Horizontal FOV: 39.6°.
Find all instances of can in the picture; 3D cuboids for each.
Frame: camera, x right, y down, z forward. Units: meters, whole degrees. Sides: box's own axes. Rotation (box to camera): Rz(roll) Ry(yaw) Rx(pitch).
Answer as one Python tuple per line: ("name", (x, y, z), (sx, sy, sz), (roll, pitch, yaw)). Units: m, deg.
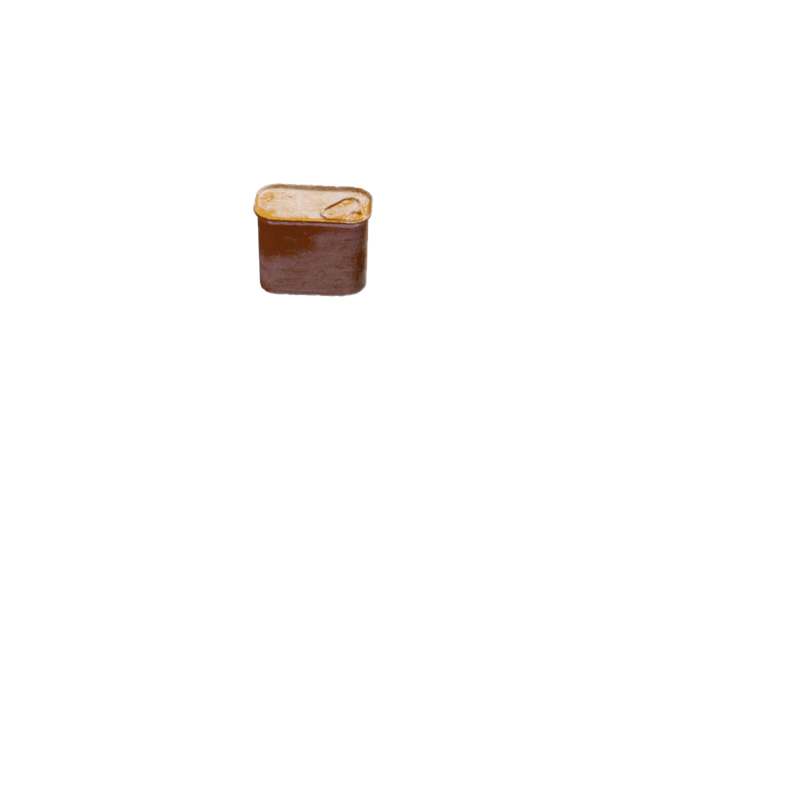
("can", (-0.076, -0.140, 0.979), (0.102, 0.078, 0.061), (3, 39, 2))
